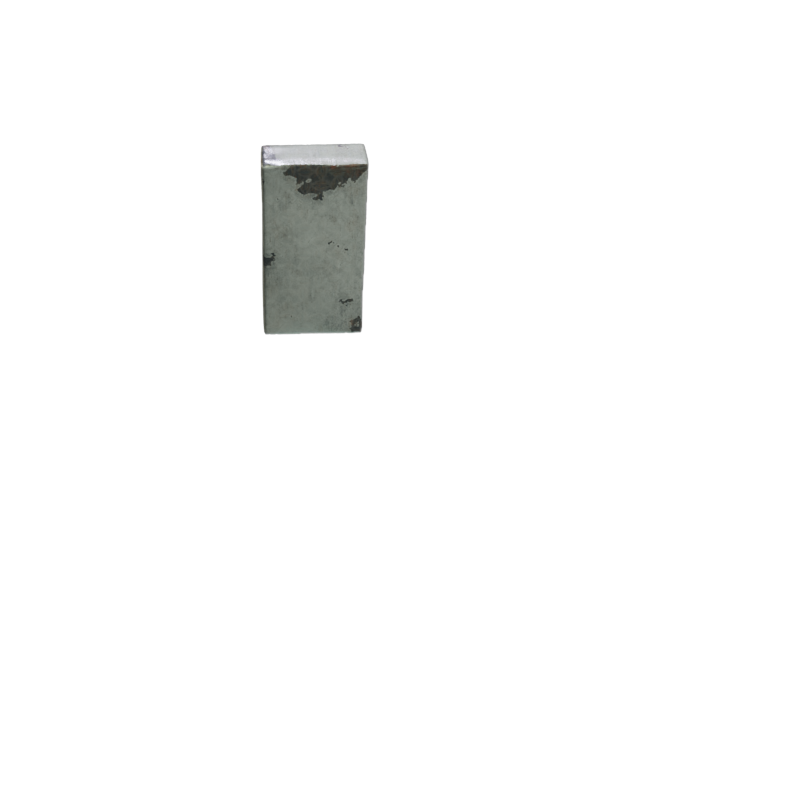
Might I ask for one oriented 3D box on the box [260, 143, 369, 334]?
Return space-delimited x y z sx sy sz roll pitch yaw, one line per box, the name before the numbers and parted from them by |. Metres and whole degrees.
box | -0.078 -0.141 0.989 0.093 0.165 0.052 -1 36 -5
